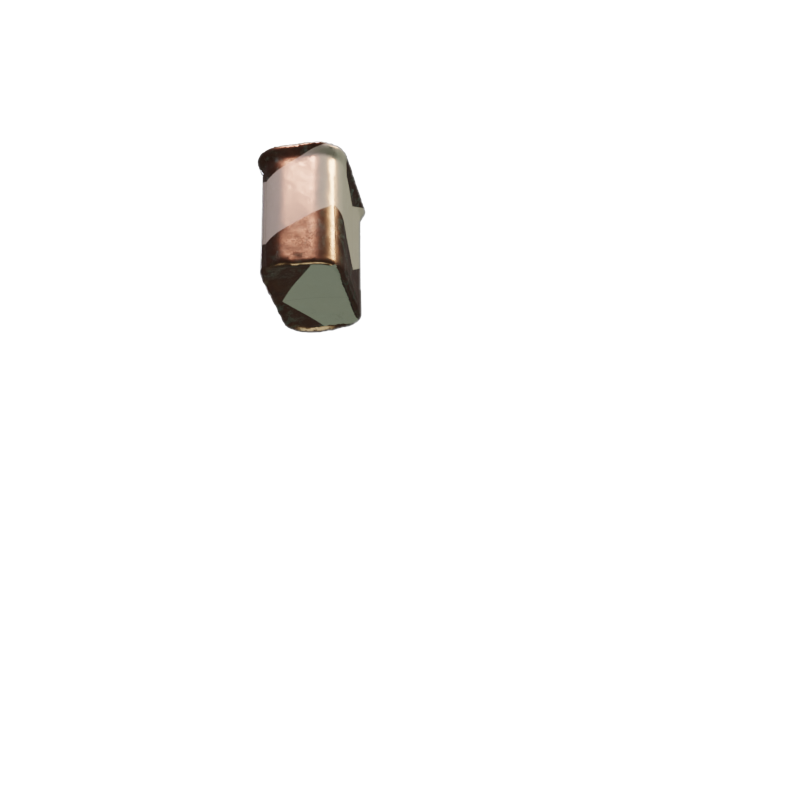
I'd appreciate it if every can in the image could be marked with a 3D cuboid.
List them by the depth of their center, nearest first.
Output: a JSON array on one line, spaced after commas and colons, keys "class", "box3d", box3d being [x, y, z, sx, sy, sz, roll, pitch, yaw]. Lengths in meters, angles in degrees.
[{"class": "can", "box3d": [-0.055, -0.101, 0.708, 0.058, 0.089, 0.095, -6, -26, 8]}]
